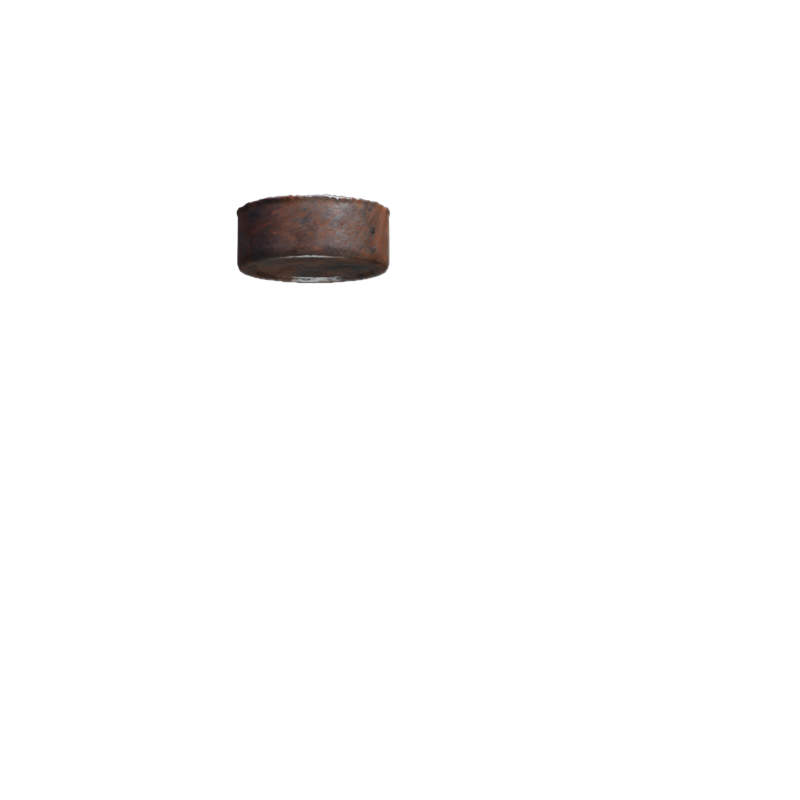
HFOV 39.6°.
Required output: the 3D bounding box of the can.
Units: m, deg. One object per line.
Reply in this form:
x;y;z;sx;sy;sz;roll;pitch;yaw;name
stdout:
-0.048;-0.088;0.614;0.086;0.034;0.084;0;-5;-2;can
